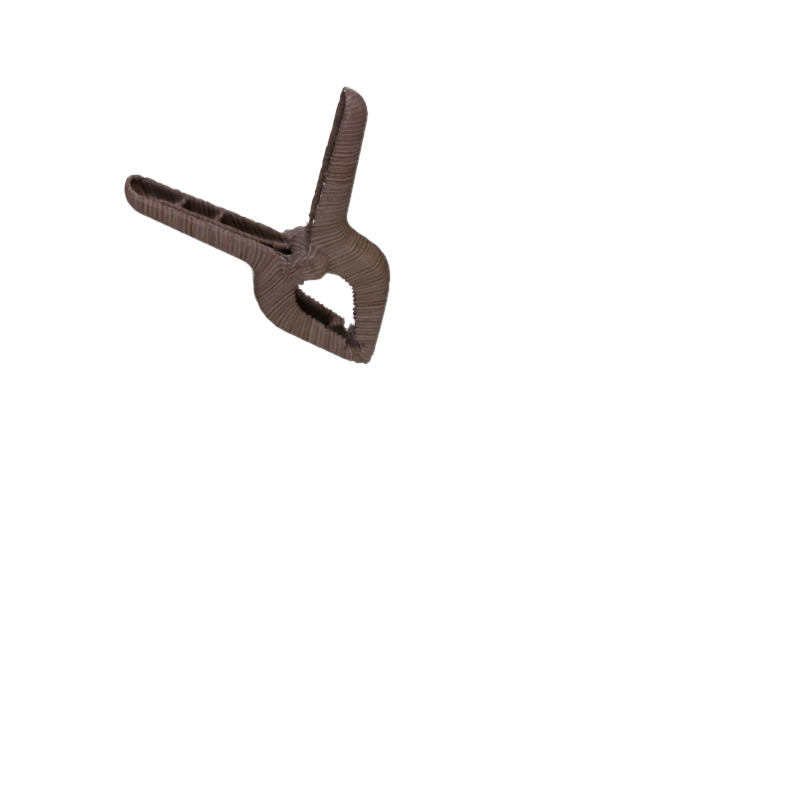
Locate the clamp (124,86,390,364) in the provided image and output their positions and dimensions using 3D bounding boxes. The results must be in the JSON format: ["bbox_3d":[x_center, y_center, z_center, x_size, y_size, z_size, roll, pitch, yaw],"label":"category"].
[{"bbox_3d":[-0.057,-0.105,0.734,0.165,0.039,0.195,-24,-52,20],"label":"clamp"}]
